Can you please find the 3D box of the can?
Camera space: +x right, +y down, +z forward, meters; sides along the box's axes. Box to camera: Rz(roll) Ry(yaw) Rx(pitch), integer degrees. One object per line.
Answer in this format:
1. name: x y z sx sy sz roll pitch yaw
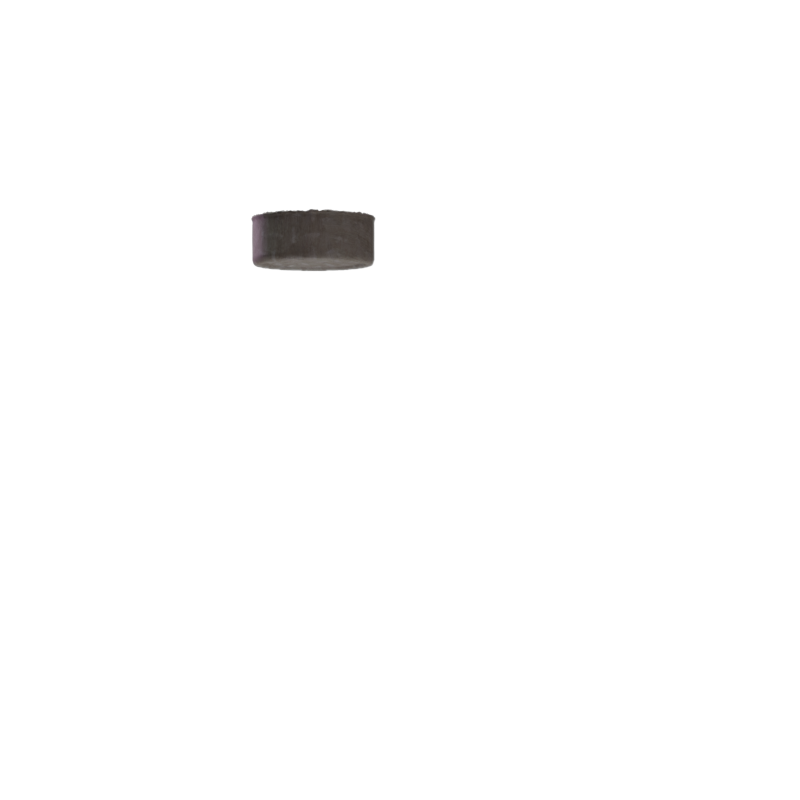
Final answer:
1. can: -0.060 -0.109 0.766 0.086 0.034 0.085 0 0 -2
